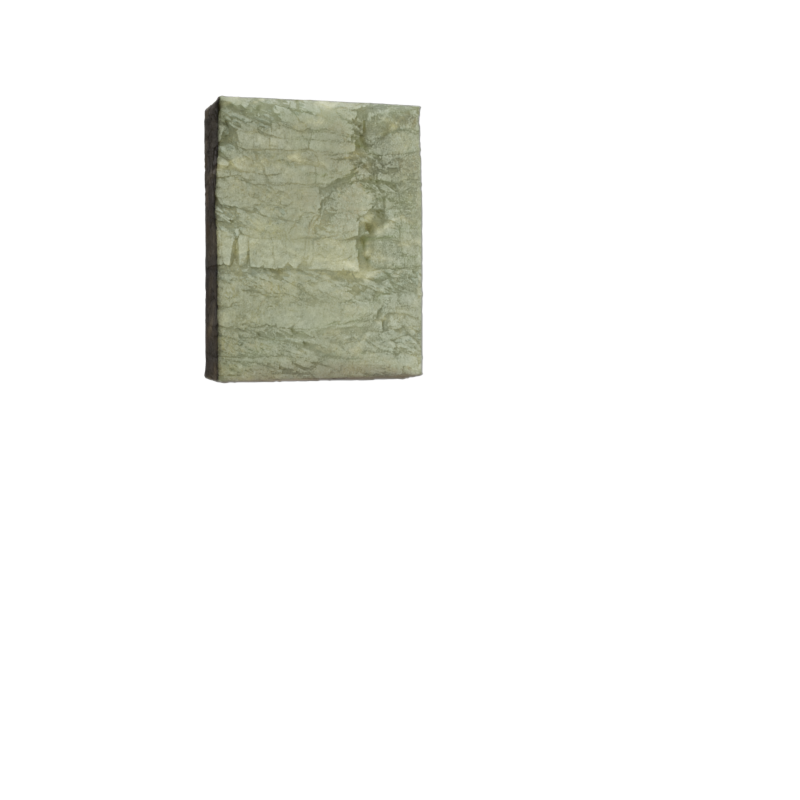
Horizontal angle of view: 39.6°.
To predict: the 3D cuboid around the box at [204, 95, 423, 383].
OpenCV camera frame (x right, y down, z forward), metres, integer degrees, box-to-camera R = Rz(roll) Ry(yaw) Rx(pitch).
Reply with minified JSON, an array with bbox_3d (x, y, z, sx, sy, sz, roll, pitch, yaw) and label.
[{"bbox_3d":[-0.067,-0.122,0.858,0.161,0.215,0.073,0,-2,-16],"label":"box"}]
